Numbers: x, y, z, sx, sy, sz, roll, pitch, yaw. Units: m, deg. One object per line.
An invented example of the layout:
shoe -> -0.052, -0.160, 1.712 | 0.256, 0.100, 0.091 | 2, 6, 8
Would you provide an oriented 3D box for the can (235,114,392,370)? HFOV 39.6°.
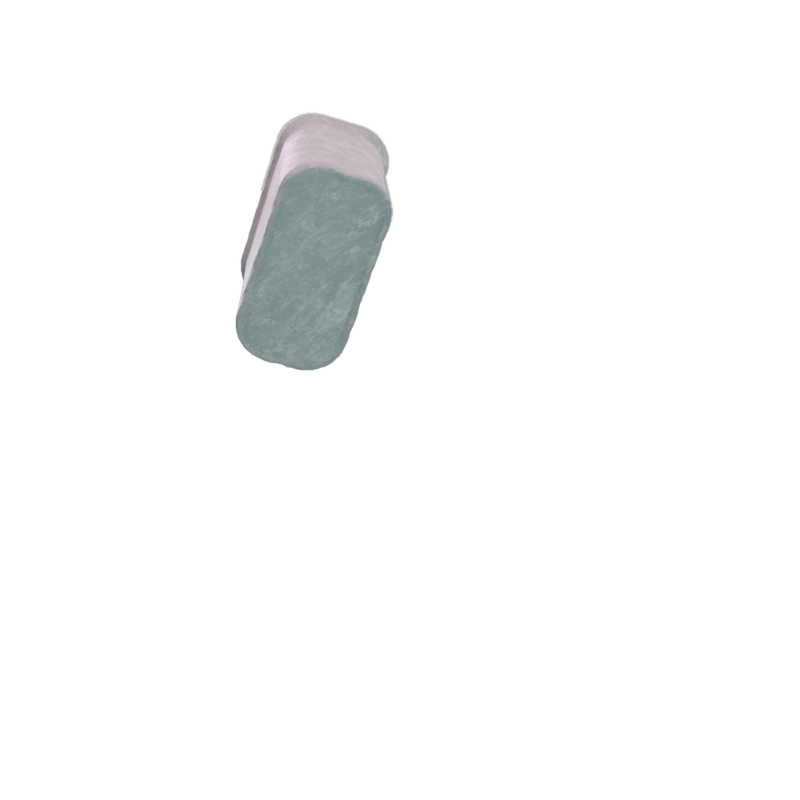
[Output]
can -> -0.041, -0.075, 0.525 | 0.057, 0.098, 0.088 | 16, 21, -10
